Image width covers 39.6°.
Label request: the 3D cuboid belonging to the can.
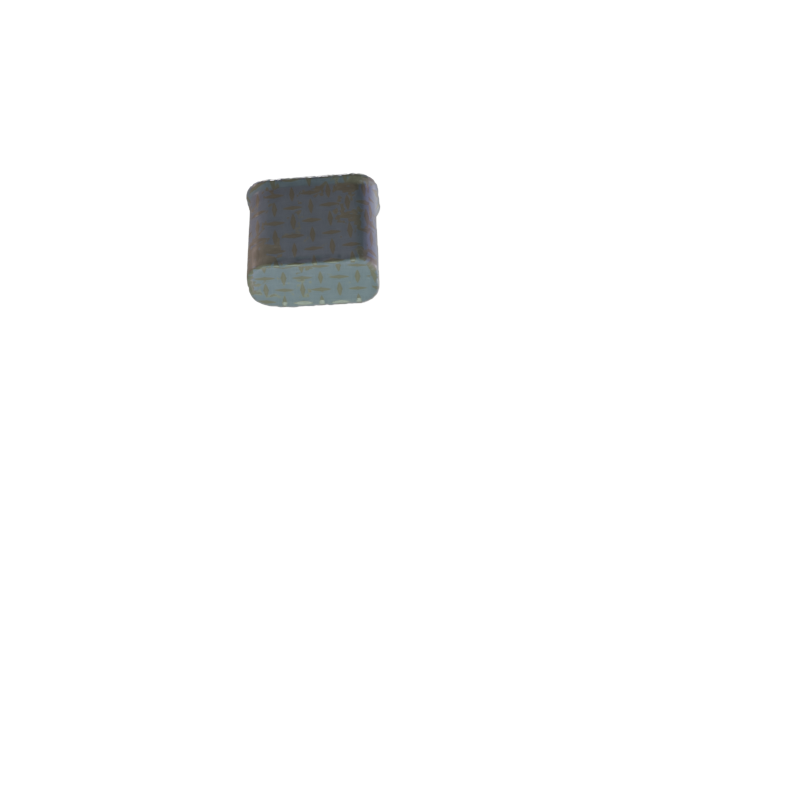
[{"bbox_3d":[-0.065,-0.119,0.832,0.102,0.090,0.053,-4,-37,3],"label":"can"}]
